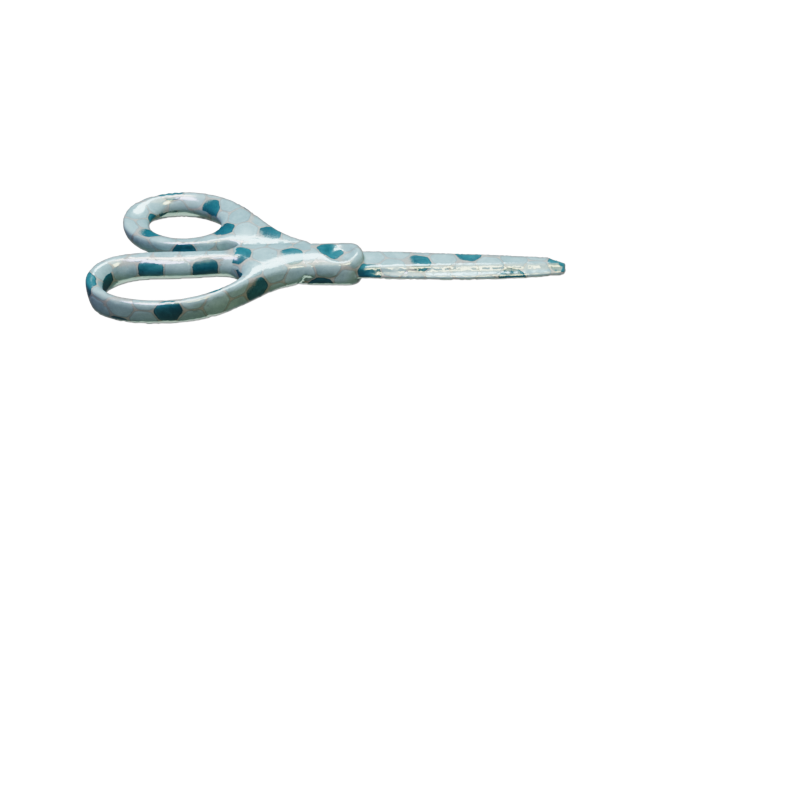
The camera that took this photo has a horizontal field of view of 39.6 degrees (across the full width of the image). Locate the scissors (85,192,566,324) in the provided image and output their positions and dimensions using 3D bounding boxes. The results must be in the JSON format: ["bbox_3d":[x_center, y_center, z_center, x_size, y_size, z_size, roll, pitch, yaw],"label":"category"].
[{"bbox_3d":[-0.039,-0.071,0.495,0.199,0.015,0.104,-10,40,-11],"label":"scissors"}]
